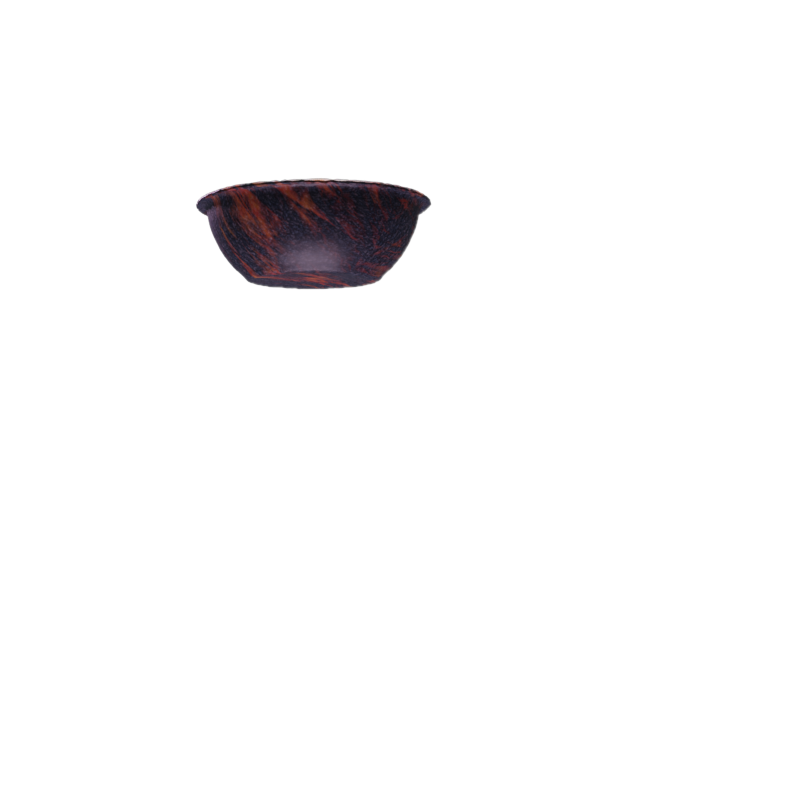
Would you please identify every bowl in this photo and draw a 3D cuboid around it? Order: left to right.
[{"bbox_3d":[-0.060,-0.109,0.762,0.162,0.056,0.160,0,-2,-2],"label":"bowl"}]
